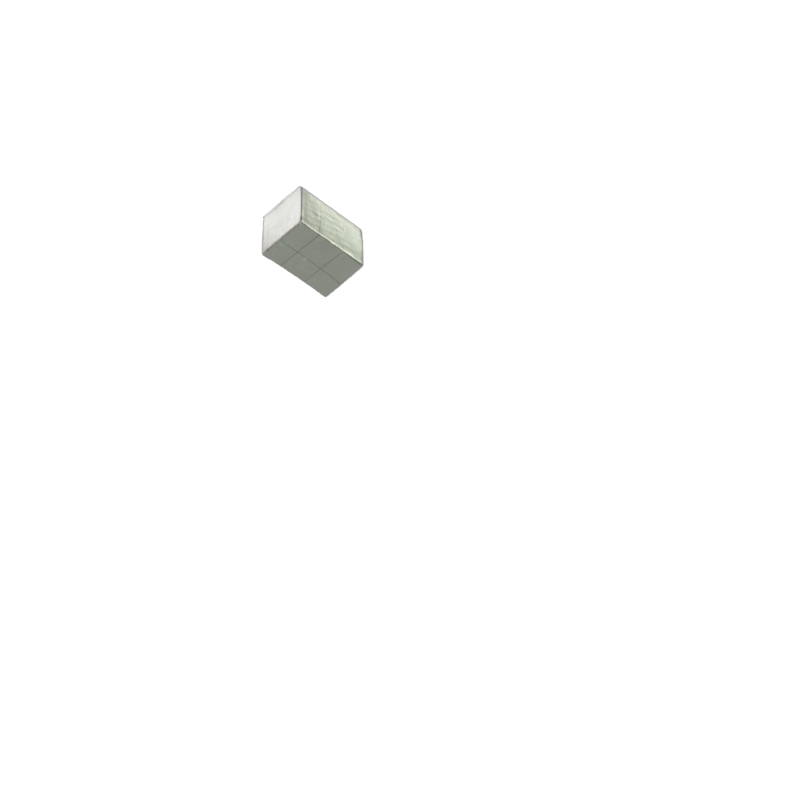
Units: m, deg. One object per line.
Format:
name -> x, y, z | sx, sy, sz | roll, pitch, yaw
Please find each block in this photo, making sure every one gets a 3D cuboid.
block -> -0.077, -0.140, 0.982 | 0.073, 0.055, 0.052 | 34, -56, -30
